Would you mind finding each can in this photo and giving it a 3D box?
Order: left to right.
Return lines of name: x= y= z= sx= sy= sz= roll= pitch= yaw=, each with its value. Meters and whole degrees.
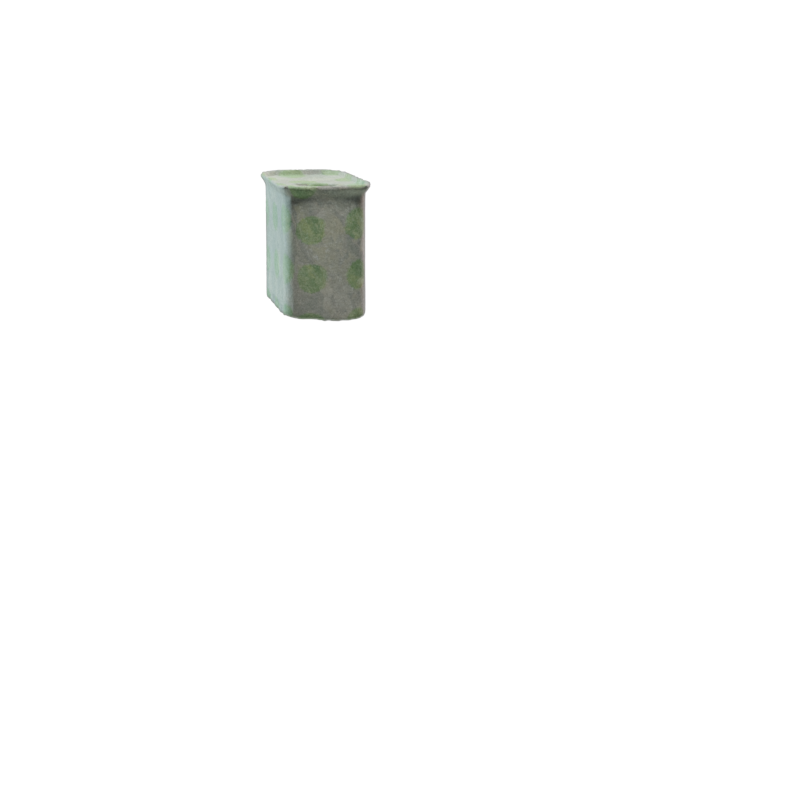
can: x=-0.056 y=-0.101 z=0.710 sx=0.056 sy=0.082 sz=0.107 roll=-3 pitch=14 yaw=-15
